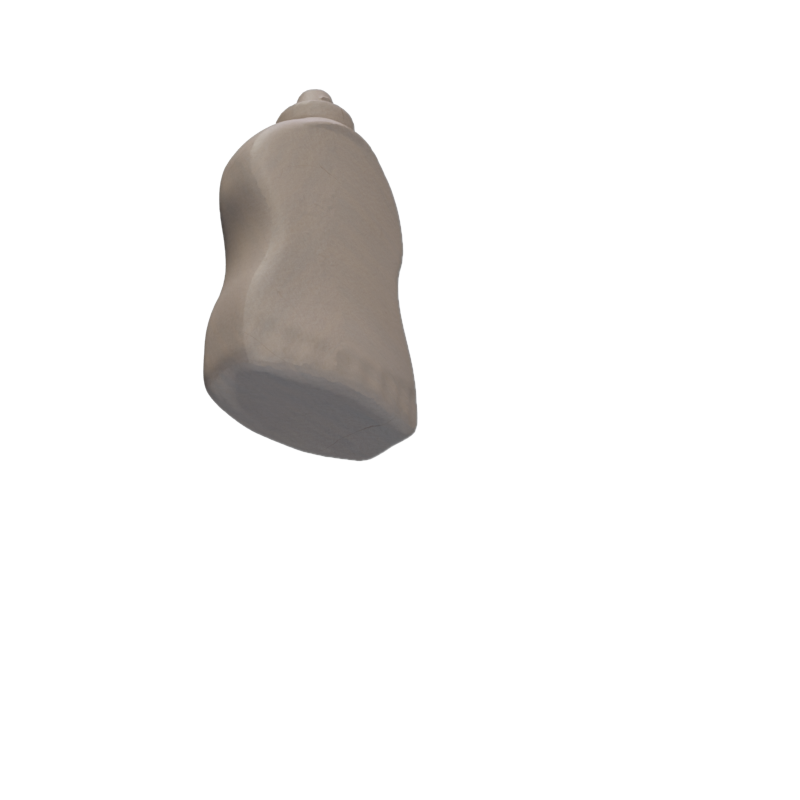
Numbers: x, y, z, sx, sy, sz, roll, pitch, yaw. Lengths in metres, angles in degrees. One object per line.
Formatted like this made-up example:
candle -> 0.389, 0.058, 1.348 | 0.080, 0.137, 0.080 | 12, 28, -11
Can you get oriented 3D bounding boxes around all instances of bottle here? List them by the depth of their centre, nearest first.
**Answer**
bottle -> -0.040, -0.074, 0.516 | 0.091, 0.205, 0.057 | 24, -45, -31
